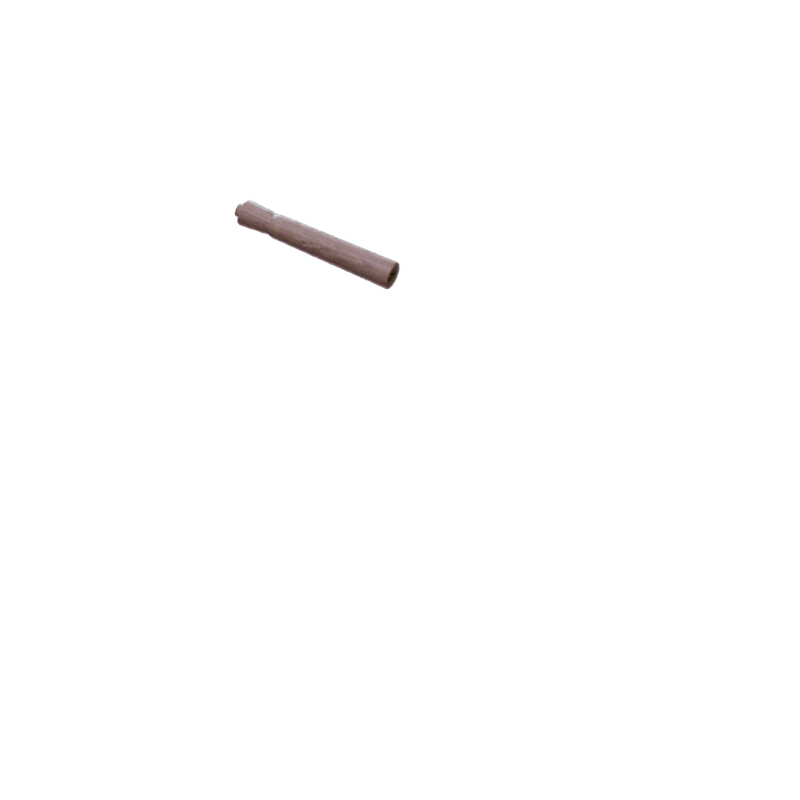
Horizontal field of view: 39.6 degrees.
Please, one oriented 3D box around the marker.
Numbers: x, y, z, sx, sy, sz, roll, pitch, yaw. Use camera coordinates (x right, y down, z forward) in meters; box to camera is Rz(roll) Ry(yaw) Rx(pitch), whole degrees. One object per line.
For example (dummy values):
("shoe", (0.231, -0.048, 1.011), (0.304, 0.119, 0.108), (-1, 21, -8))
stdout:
("marker", (-0.057, -0.105, 0.733), (0.126, 0.019, 0.019), (26, 13, 21))
